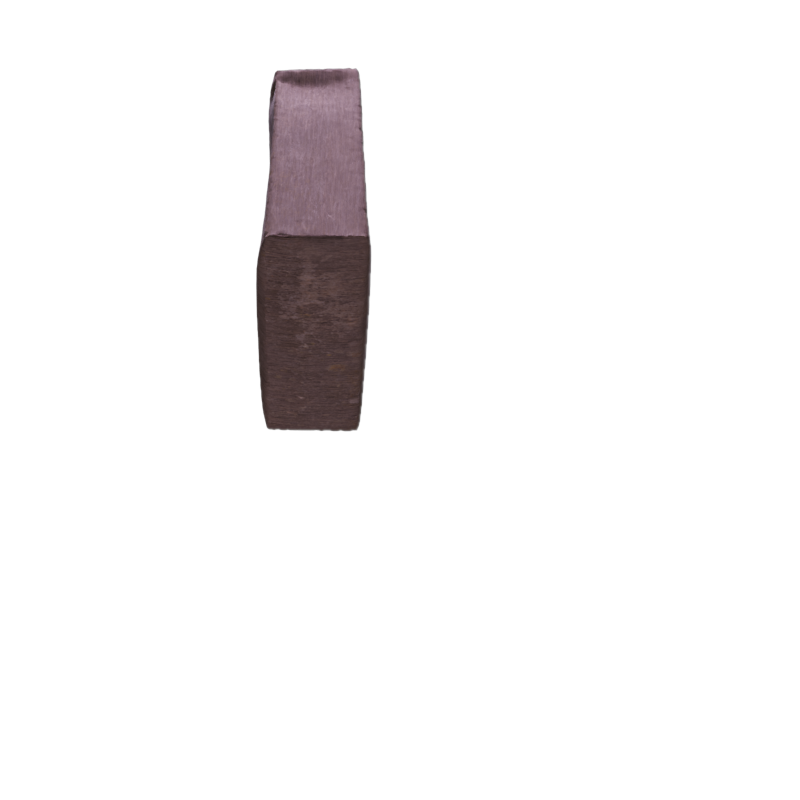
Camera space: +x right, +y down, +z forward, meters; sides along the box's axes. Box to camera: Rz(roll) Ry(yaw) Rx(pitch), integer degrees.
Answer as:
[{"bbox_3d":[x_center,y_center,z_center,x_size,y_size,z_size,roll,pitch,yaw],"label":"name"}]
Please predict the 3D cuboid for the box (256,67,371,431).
[{"bbox_3d":[-0.061,-0.111,0.779,0.072,0.153,0.229,0,41,-4],"label":"box"}]
